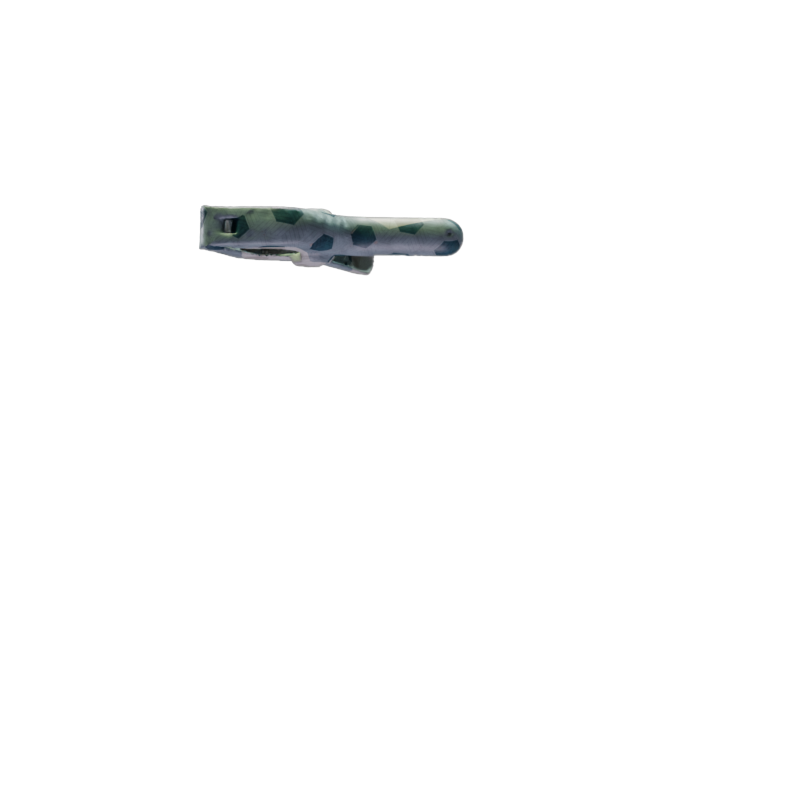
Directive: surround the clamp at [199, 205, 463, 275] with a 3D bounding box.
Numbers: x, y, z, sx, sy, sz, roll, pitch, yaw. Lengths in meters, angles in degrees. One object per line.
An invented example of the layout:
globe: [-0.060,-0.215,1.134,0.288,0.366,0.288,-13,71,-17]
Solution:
clamp: [-0.058,-0.106,0.744,0.166,0.040,0.120,4,-10,-23]
